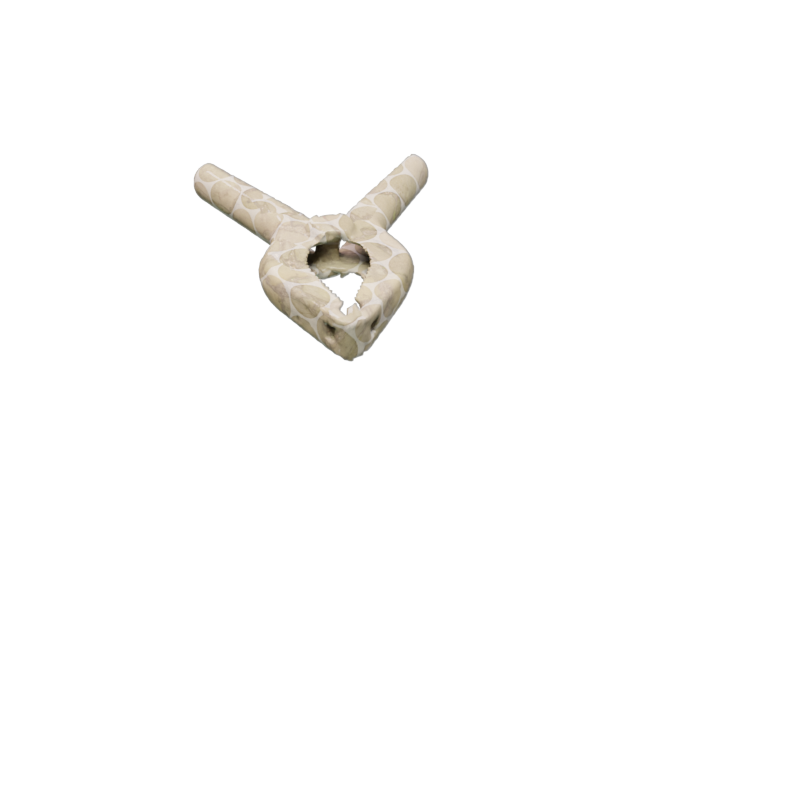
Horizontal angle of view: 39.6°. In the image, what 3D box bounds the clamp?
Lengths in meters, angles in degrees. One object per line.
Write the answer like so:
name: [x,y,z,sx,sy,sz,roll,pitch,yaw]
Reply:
clamp: [-0.055,-0.101,0.708,0.164,0.034,0.225,-2,38,-2]
